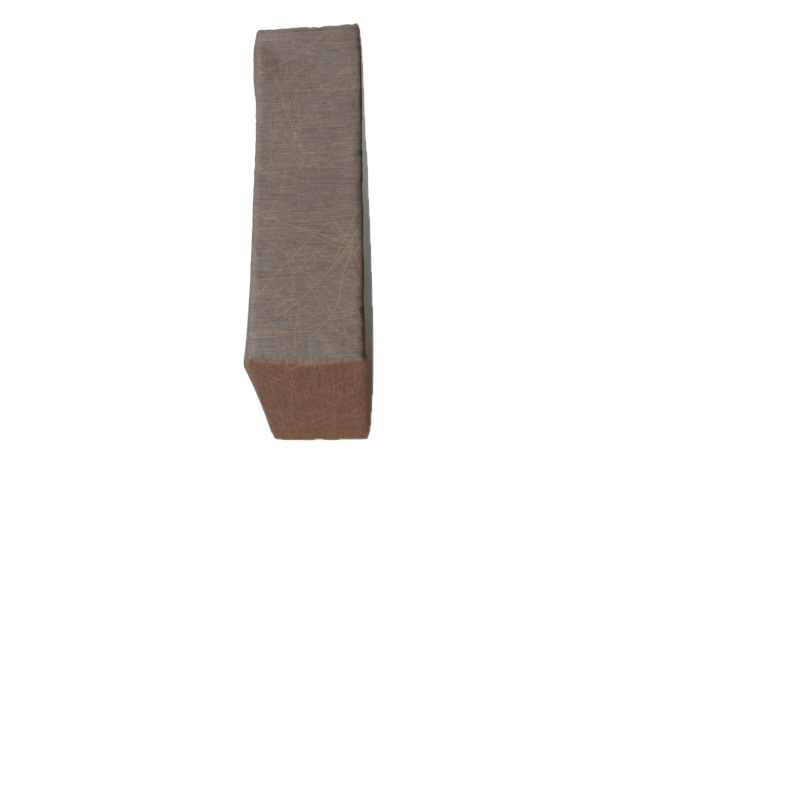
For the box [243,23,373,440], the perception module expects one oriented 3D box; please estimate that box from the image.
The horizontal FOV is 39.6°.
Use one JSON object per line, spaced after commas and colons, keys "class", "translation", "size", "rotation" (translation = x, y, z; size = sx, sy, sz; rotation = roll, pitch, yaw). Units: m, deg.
{"class": "box", "translation": [-0.054, -0.098, 0.690], "size": [0.072, 0.225, 0.156], "rotation": [-2, -21, 0]}
